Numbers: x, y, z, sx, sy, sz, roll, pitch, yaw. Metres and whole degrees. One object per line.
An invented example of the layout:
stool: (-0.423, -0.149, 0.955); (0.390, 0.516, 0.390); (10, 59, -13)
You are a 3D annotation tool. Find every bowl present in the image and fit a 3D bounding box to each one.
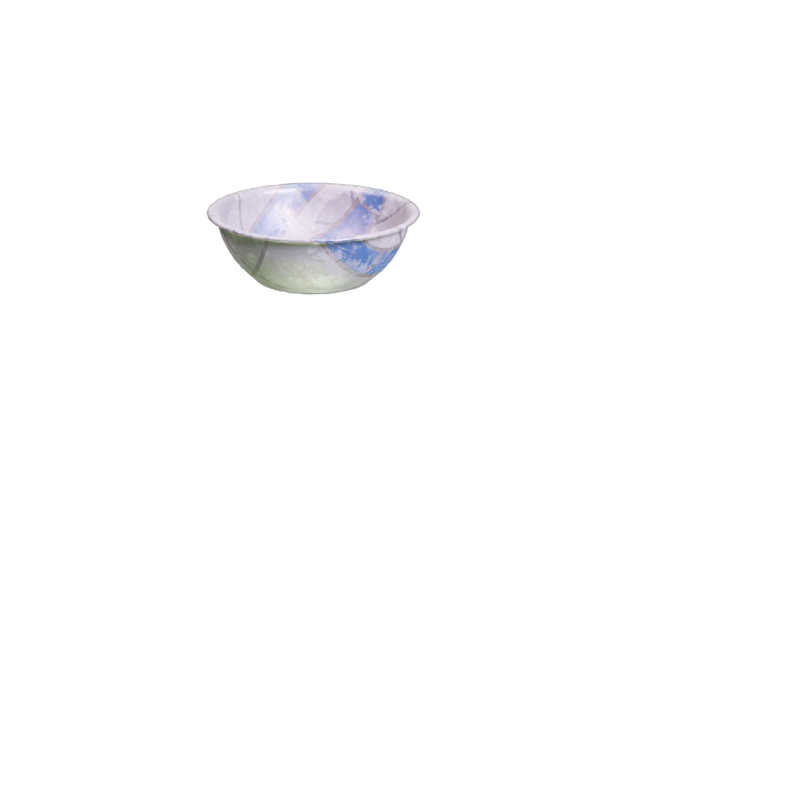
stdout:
bowl: (-0.066, -0.121, 0.849); (0.162, 0.053, 0.170); (-1, 23, -2)
